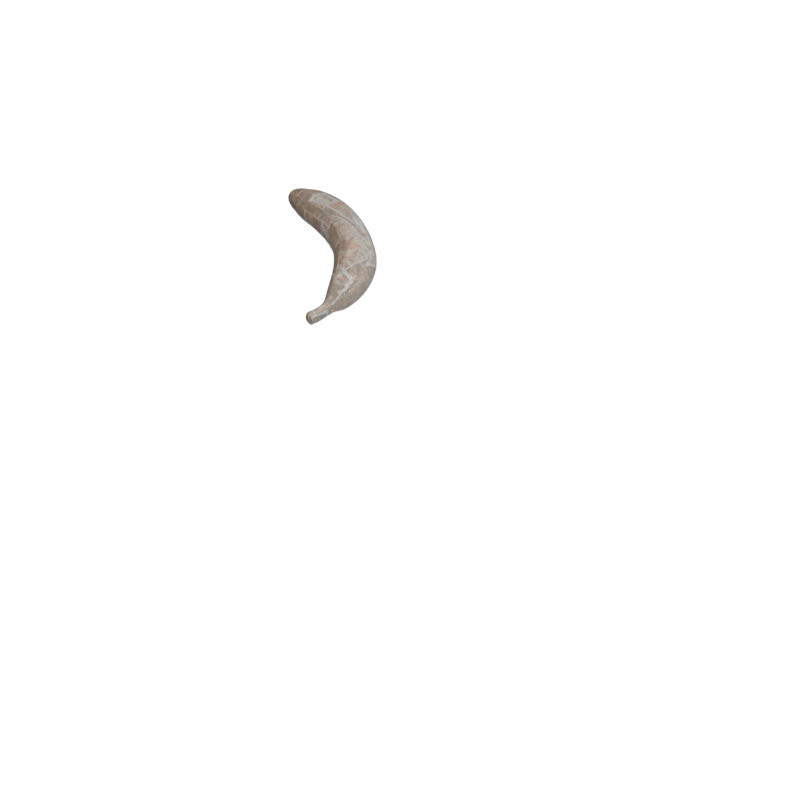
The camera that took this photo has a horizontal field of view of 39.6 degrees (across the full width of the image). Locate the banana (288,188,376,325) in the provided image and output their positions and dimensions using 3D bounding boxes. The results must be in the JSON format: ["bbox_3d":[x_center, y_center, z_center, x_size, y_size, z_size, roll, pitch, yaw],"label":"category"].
[{"bbox_3d":[-0.059,-0.141,0.998,0.069,0.034,0.213,-5,39,-7],"label":"banana"}]
